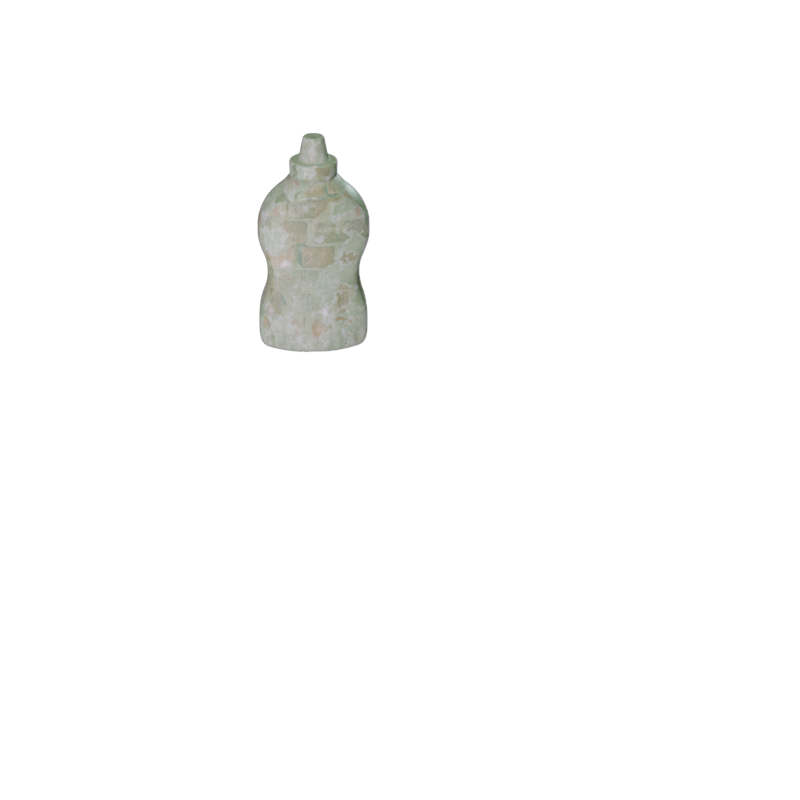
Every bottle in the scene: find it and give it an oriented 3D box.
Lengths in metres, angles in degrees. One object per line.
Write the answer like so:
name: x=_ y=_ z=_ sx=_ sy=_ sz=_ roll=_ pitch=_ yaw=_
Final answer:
bottle: x=-0.075 y=-0.137 z=0.957 sx=0.096 sy=0.181 sz=0.062 roll=1 pitch=27 yaw=-2
